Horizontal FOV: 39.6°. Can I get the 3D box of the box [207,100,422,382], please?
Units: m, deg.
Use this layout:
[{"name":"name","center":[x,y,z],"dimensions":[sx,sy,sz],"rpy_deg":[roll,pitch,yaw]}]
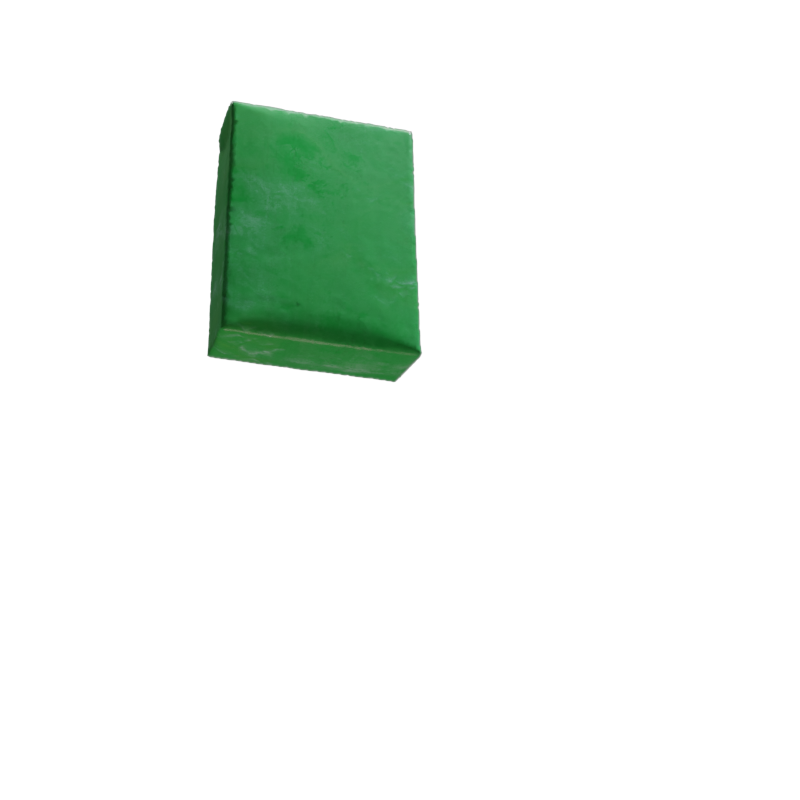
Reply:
[{"name":"box","center":[-0.072,-0.132,0.923],"dimensions":[0.160,0.227,0.069],"rpy_deg":[6,-28,-16]}]
